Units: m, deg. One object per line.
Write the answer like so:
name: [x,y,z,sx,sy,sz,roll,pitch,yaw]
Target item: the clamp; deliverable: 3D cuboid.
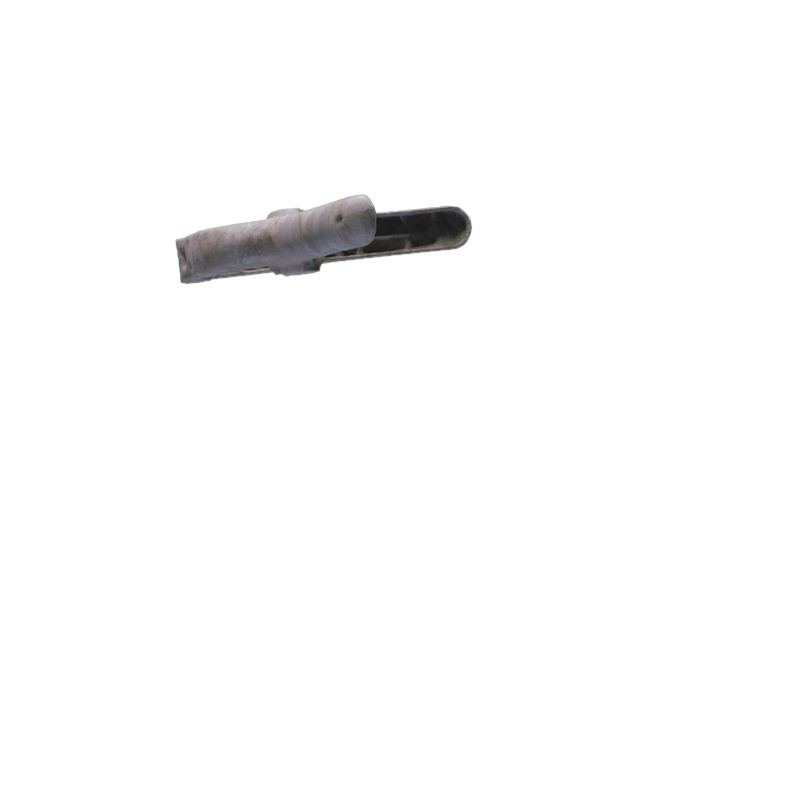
clamp: [-0.049,-0.089,0.622,0.177,0.040,0.115,-1,-1,40]
